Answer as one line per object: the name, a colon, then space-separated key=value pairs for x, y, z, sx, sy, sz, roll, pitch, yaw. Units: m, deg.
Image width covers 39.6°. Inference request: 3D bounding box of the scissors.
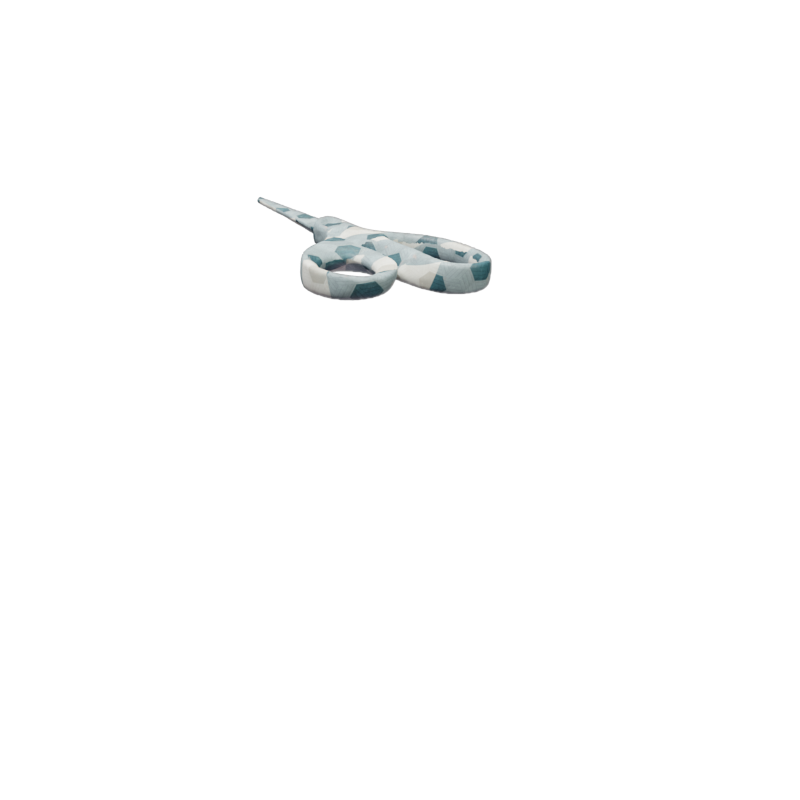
scissors: x=-0.044 y=-0.081 z=0.566 sx=0.094 sy=0.015 sz=0.214 roll=-18 pitch=27 yaw=-39
